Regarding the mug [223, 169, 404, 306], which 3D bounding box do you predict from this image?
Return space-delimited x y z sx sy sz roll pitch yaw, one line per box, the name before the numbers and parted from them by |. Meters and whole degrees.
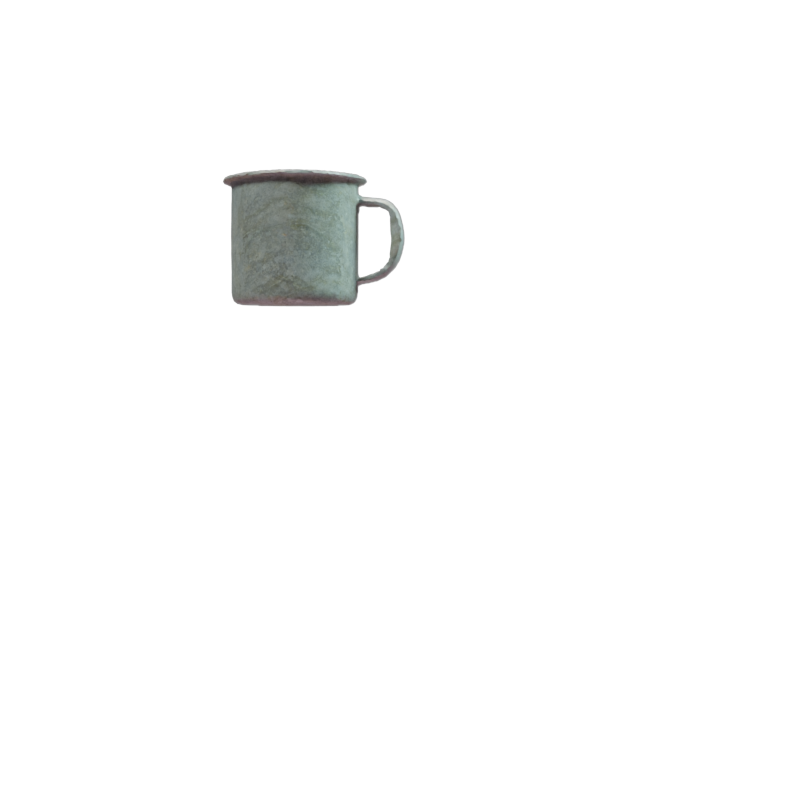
mug | -0.056 -0.102 0.713 0.118 0.082 0.092 0 0 5
